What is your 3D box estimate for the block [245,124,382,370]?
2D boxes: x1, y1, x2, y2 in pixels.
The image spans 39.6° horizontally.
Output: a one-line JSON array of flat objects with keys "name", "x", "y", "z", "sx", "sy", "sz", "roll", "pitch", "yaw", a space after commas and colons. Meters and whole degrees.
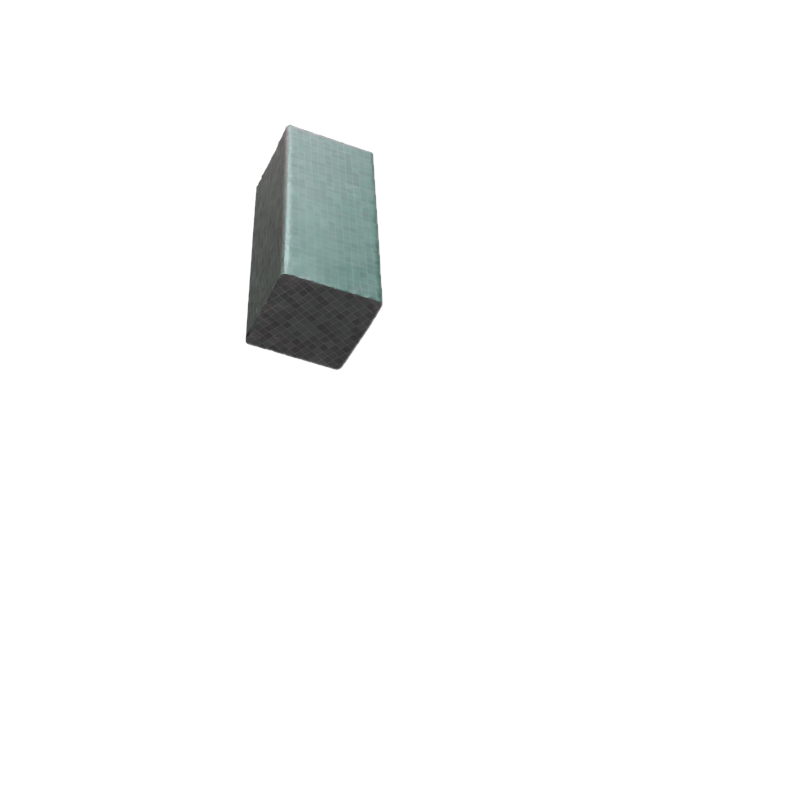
[{"name": "block", "x": -0.077, "y": -0.140, "z": 0.987, "sx": 0.088, "sy": 0.221, "sz": 0.087, "roll": 16, "pitch": -48, "yaw": -19}]
